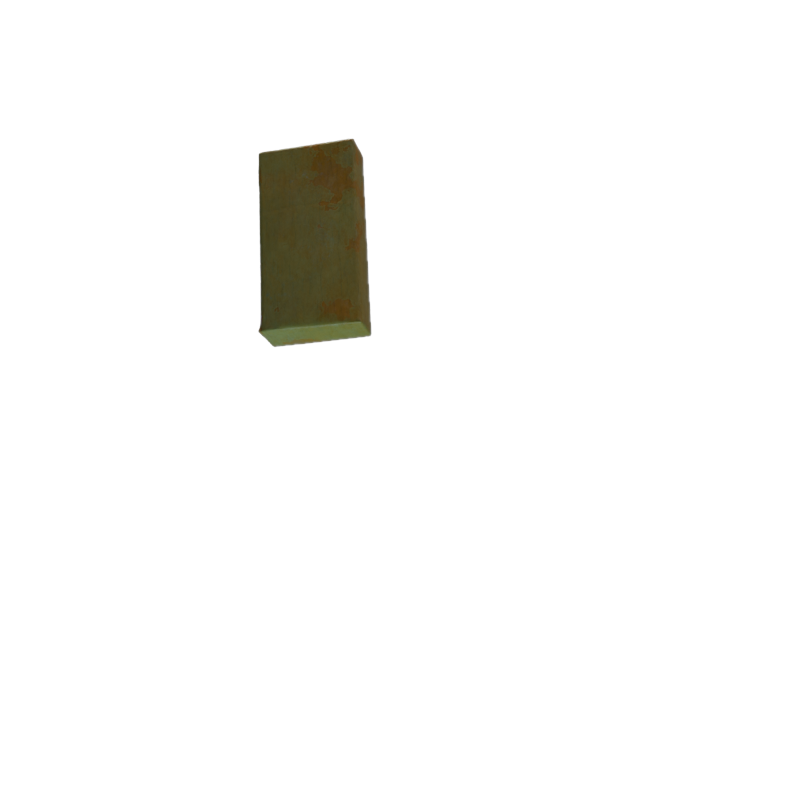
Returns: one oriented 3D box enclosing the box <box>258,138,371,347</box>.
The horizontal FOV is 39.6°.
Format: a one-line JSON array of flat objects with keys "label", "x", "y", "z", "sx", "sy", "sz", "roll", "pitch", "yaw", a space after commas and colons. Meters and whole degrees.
[{"label": "box", "x": -0.077, "y": -0.140, "z": 0.985, "sx": 0.095, "sy": 0.186, "sz": 0.045, "roll": -7, "pitch": -24, "yaw": 13}]
